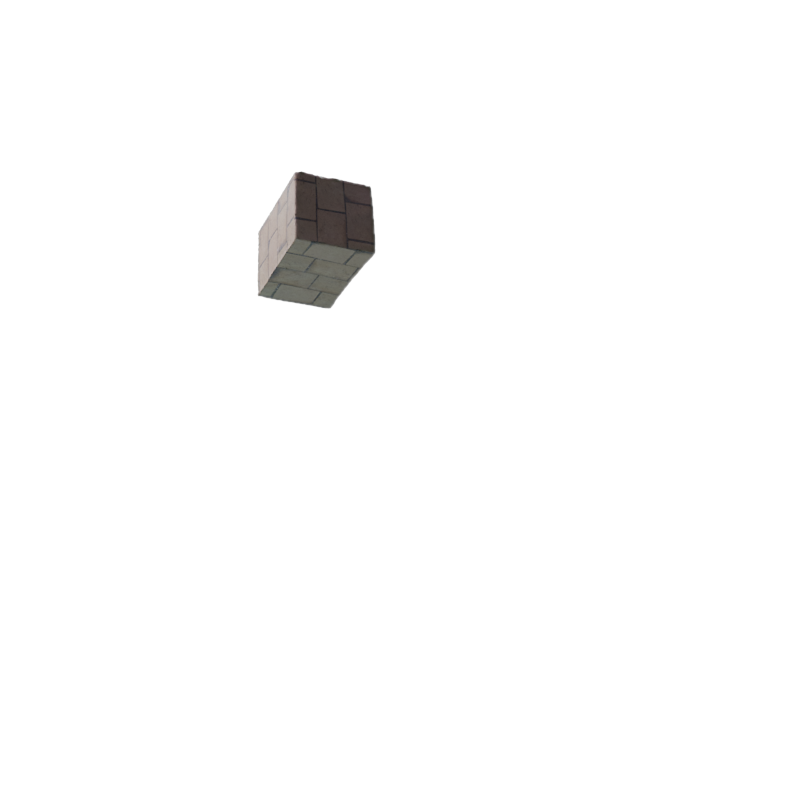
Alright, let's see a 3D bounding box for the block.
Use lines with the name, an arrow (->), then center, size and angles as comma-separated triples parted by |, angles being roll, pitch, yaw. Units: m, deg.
block -> -0.055, -0.100, 0.703 | 0.051, 0.054, 0.076 | 10, -28, -22
